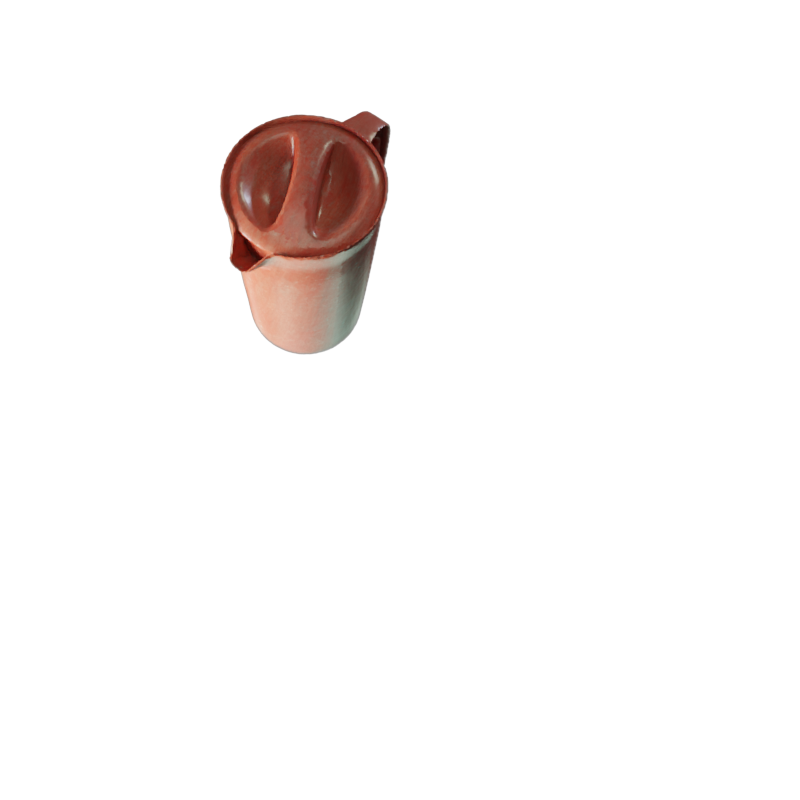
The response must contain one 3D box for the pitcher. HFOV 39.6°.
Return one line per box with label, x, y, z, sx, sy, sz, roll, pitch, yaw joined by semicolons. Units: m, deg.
pitcher;-0.077;-0.140;0.979;0.148;0.154;0.231;-7;-21;-6
